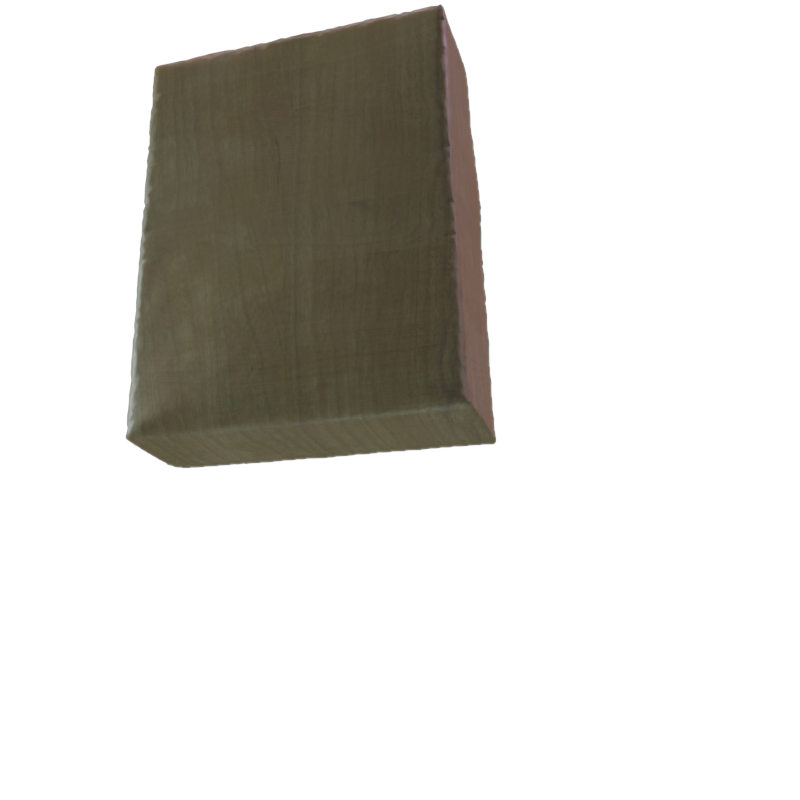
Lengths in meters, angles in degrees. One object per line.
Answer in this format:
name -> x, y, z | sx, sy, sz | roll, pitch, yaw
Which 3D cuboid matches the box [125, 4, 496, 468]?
box -> -0.044, -0.080, 0.561 | 0.166, 0.226, 0.067 | -8, -26, 15
